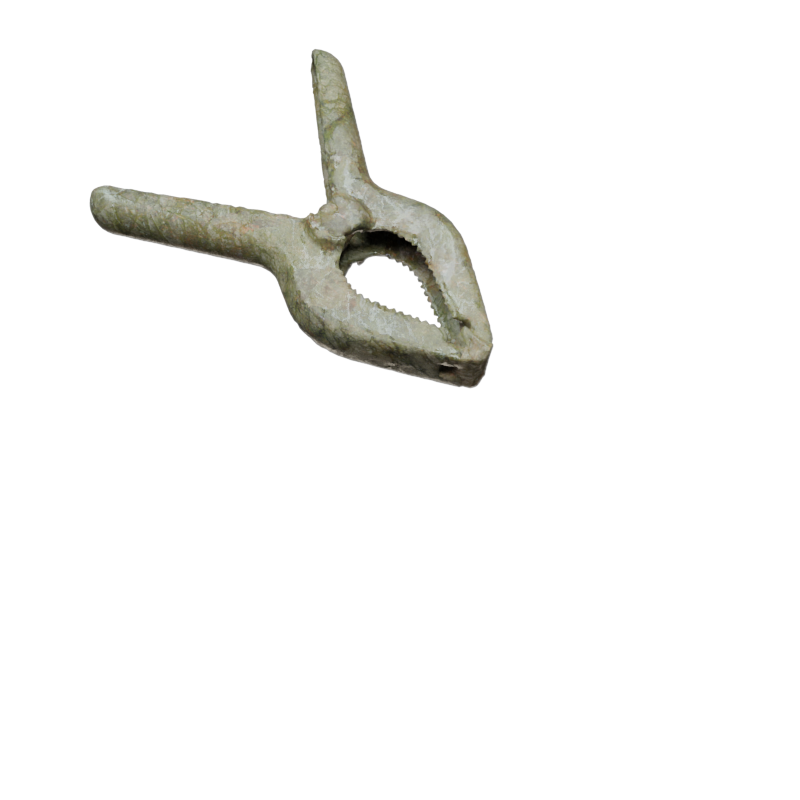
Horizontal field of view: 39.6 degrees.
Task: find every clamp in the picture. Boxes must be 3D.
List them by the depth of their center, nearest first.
[{"bbox_3d":[-0.043,-0.079,0.554,0.165,0.224,0.034,-32,-27,-19],"label":"clamp"}]
